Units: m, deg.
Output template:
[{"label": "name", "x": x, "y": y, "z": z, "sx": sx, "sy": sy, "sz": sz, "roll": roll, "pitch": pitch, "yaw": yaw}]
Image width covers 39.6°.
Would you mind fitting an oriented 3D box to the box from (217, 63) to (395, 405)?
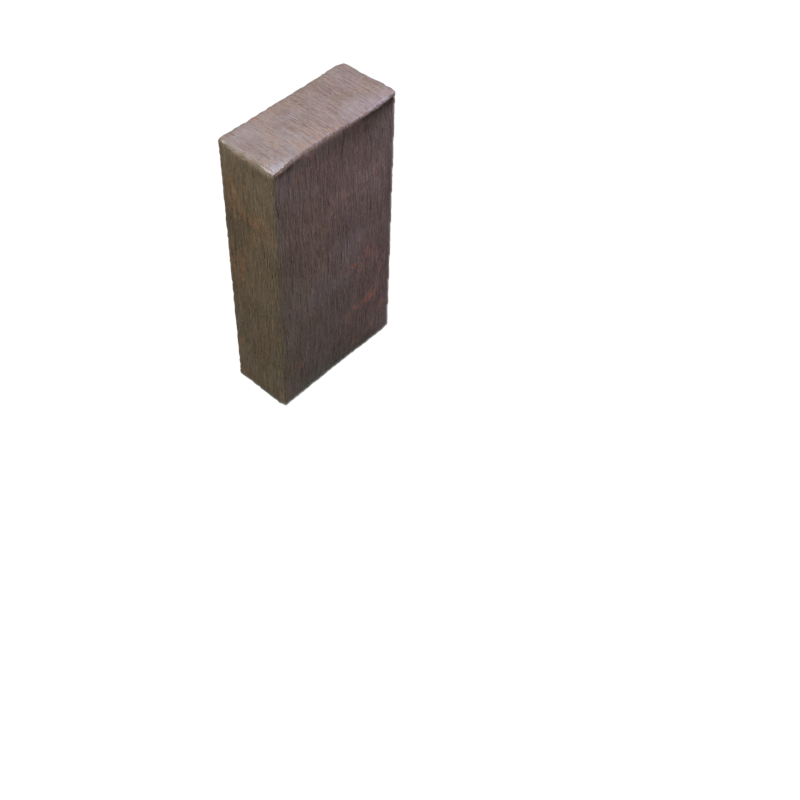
[{"label": "box", "x": -0.048, "y": -0.087, "z": 0.611, "sx": 0.051, "sy": 0.164, "sz": 0.094, "roll": 35, "pitch": 56, "yaw": 23}]
